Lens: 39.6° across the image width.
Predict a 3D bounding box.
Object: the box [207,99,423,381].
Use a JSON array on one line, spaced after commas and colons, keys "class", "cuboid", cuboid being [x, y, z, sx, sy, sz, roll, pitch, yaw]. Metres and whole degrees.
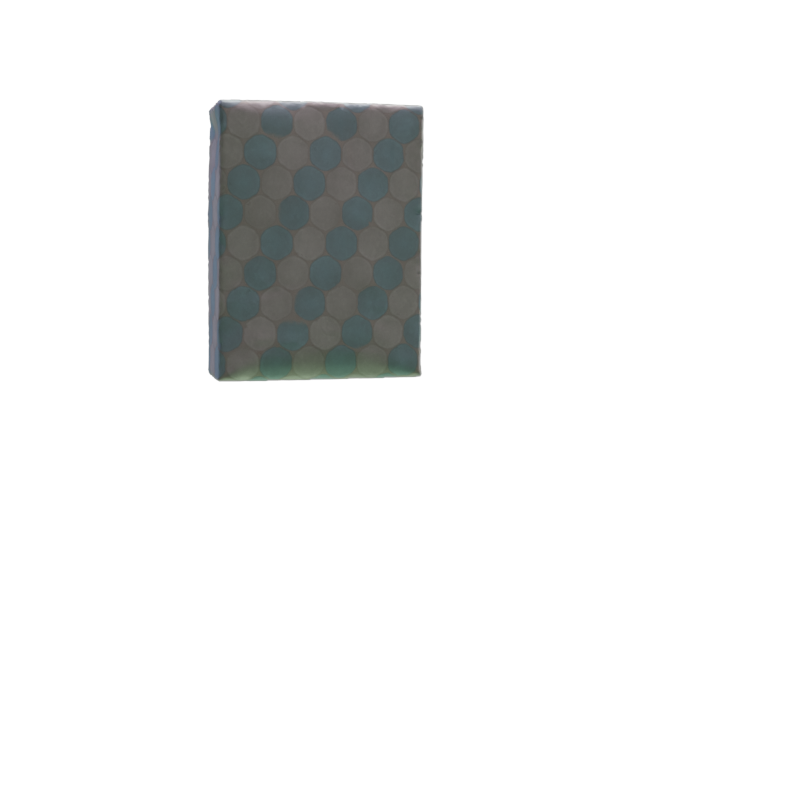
[{"class": "box", "cuboid": [-0.069, -0.125, 0.876, 0.161, 0.214, 0.073, -1, 1, -15]}]
